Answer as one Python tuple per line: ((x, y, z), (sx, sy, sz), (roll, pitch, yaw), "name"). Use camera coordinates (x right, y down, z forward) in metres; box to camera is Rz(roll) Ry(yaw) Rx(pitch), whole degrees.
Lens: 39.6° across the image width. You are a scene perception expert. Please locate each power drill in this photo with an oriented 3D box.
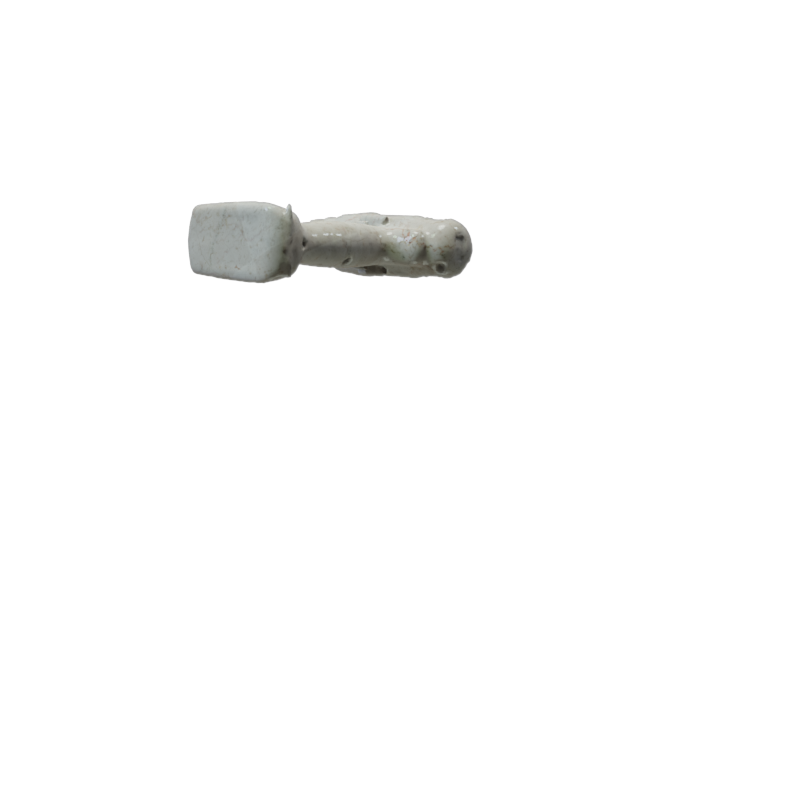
((-0.067, -0.123, 0.858), (0.181, 0.057, 0.193), (-7, 10, -42), "power drill")
